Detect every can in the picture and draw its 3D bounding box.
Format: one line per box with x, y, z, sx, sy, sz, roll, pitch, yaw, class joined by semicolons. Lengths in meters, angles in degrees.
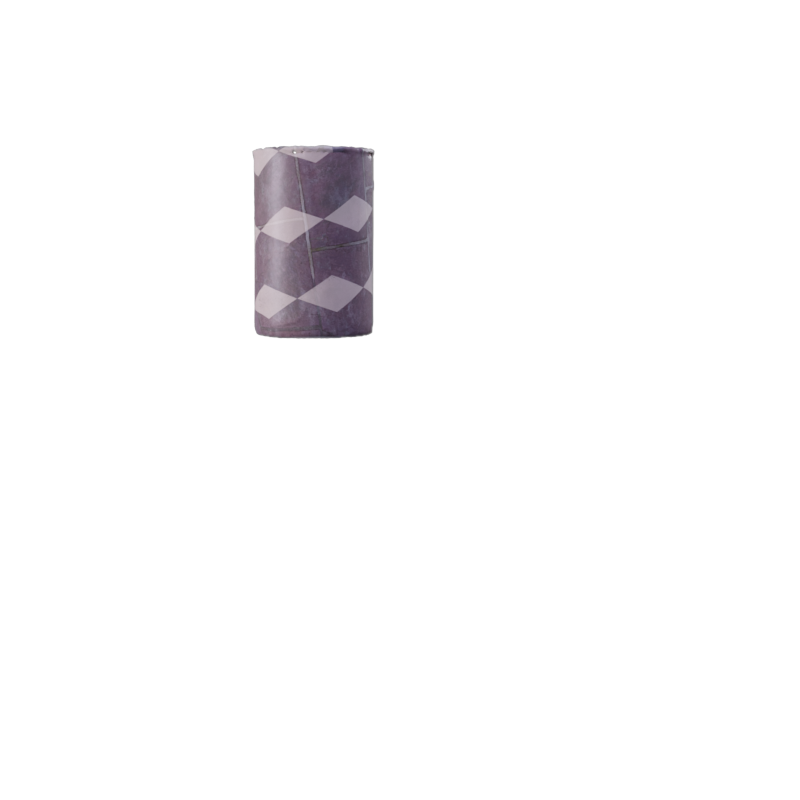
-0.048;-0.088;0.616;0.068;0.102;0.069;0;3;-2;can
